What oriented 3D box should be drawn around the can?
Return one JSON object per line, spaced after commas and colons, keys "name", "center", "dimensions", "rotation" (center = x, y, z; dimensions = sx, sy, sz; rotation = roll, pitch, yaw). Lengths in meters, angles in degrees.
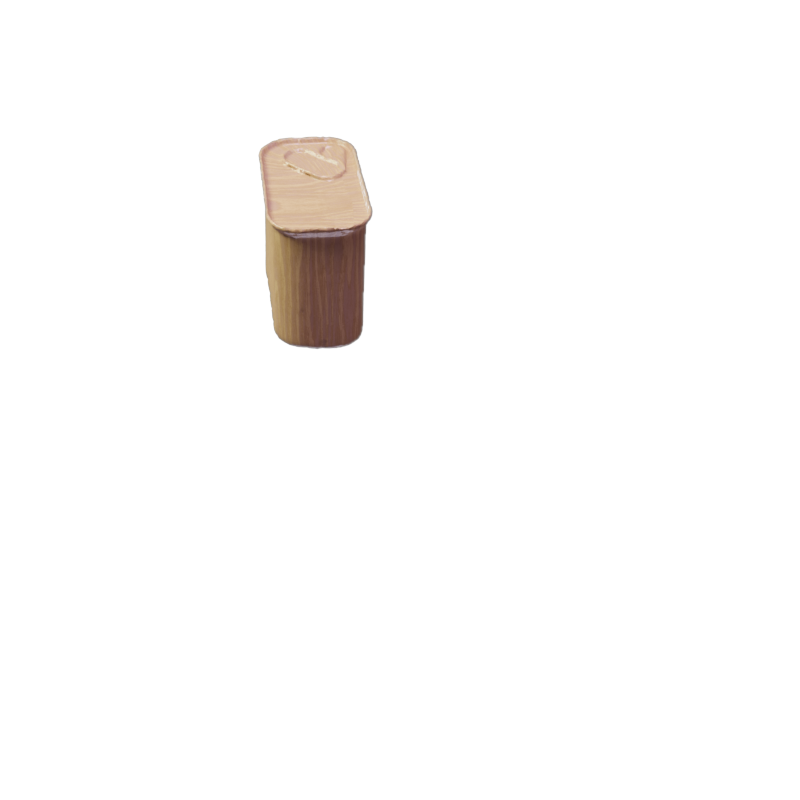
{"name": "can", "center": [-0.050, -0.092, 0.641], "dimensions": [0.057, 0.078, 0.110], "rotation": [-4, 38, -8]}
